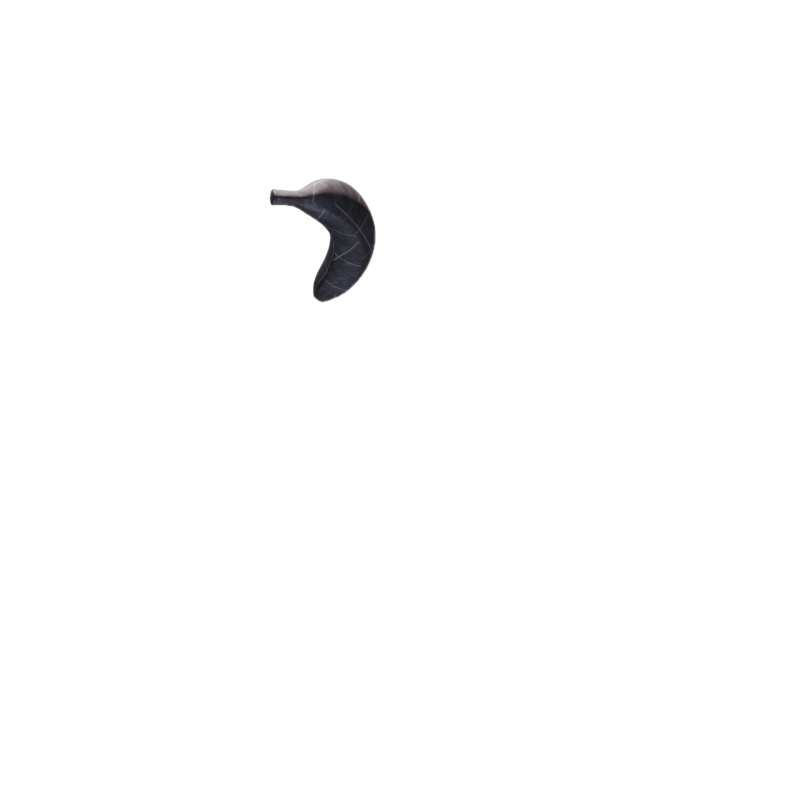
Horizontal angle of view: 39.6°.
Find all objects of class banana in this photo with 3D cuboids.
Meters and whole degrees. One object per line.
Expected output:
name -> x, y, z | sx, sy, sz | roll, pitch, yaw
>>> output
banana -> -0.053, -0.133, 0.905 | 0.070, 0.039, 0.185 | -3, -22, 7
